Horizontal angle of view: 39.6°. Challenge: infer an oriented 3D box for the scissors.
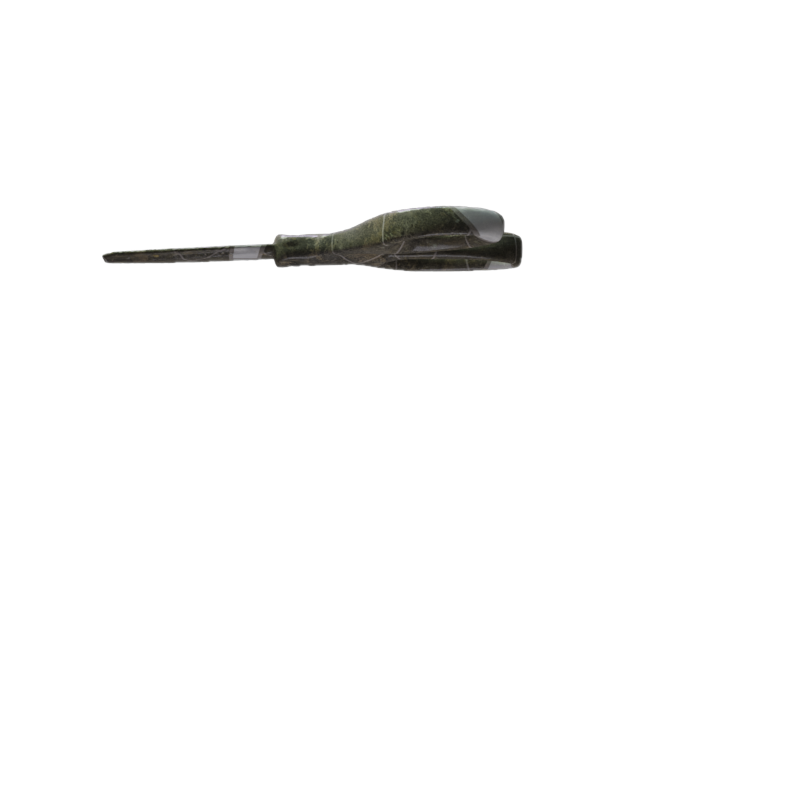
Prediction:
[{"bbox_3d":[-0.040,-0.073,0.509,0.200,0.016,0.095,0,-6,-5],"label":"scissors"}]
